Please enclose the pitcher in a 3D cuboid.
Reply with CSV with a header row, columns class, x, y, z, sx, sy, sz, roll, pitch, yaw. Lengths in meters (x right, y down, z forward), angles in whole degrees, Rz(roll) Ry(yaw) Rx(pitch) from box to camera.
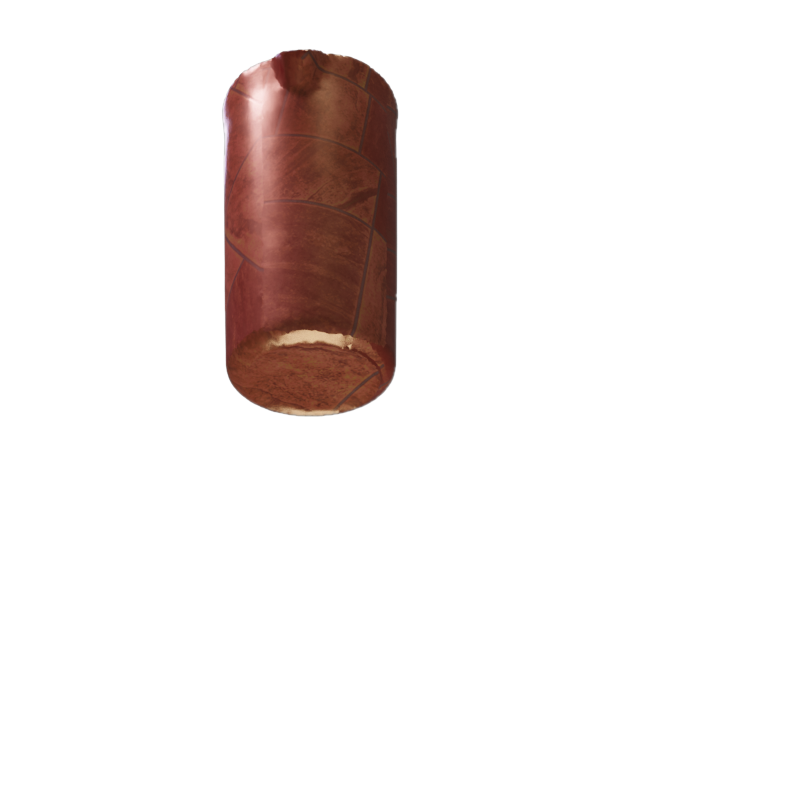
class,x,y,z,sx,sy,sz,roll,pitch,yaw
pitcher,-0.061,-0.111,0.778,0.140,0.260,0.144,26,-44,-34
